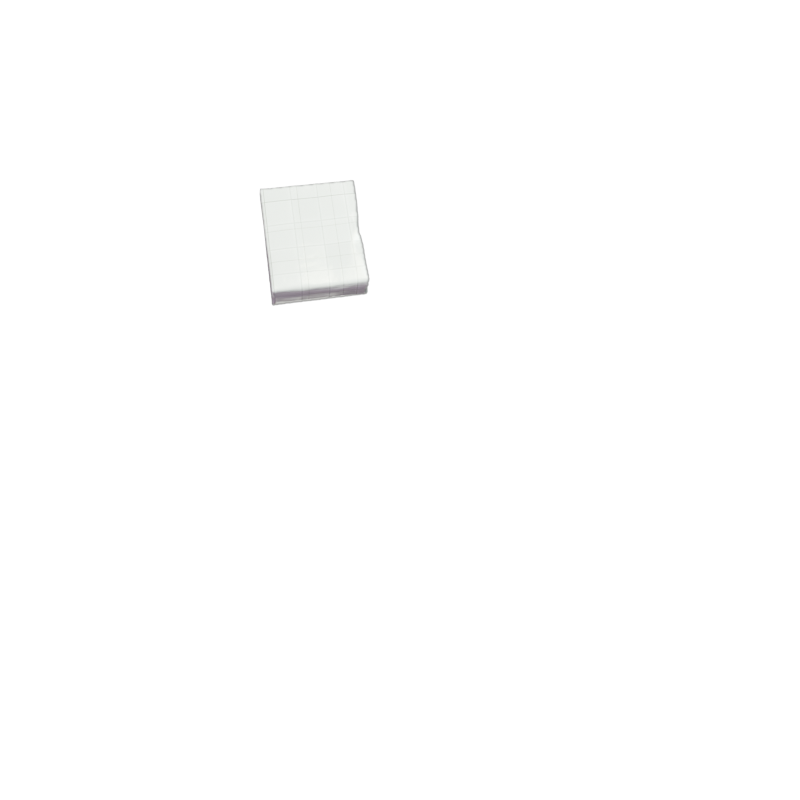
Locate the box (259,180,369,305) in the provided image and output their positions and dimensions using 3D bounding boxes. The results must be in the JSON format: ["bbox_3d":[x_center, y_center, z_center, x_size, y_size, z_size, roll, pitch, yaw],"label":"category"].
[{"bbox_3d":[-0.065,-0.119,0.835,0.073,0.095,0.028,-7,-25,-4],"label":"box"}]
